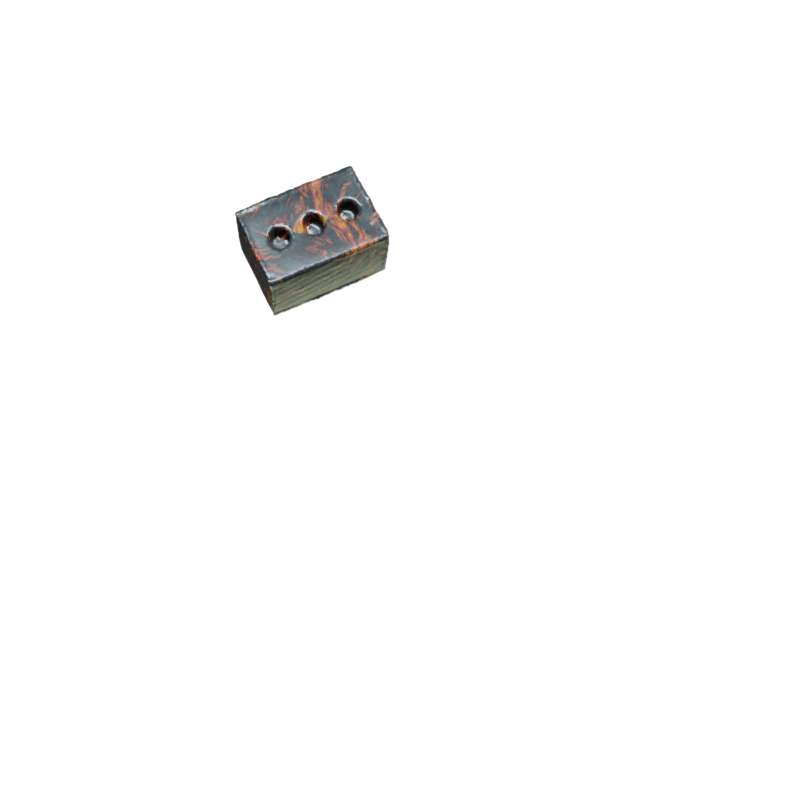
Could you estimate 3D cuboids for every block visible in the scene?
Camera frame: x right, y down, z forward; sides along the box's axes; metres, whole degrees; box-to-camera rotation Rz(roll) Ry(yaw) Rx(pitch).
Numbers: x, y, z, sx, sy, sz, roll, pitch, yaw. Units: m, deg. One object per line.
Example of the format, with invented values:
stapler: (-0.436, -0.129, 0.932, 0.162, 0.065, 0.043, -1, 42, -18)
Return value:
block: (-0.052, -0.095, 0.662, 0.078, 0.056, 0.049, -24, -19, -11)
